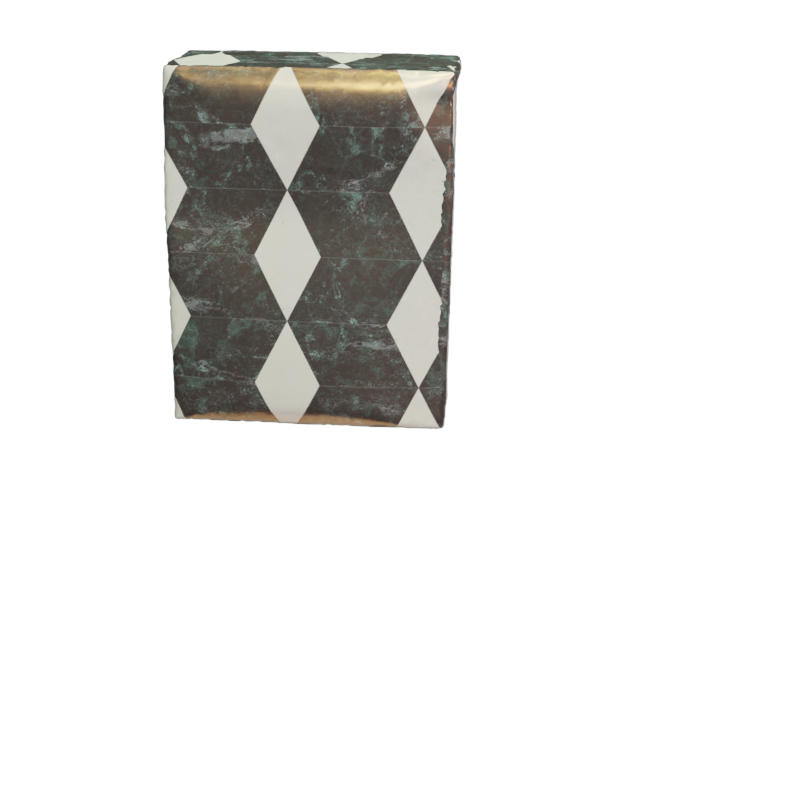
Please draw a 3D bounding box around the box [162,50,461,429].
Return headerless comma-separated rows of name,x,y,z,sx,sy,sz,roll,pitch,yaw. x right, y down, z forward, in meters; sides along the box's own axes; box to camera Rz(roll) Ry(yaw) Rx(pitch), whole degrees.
box,-0.051,-0.093,0.650,0.166,0.205,0.074,3,19,6
